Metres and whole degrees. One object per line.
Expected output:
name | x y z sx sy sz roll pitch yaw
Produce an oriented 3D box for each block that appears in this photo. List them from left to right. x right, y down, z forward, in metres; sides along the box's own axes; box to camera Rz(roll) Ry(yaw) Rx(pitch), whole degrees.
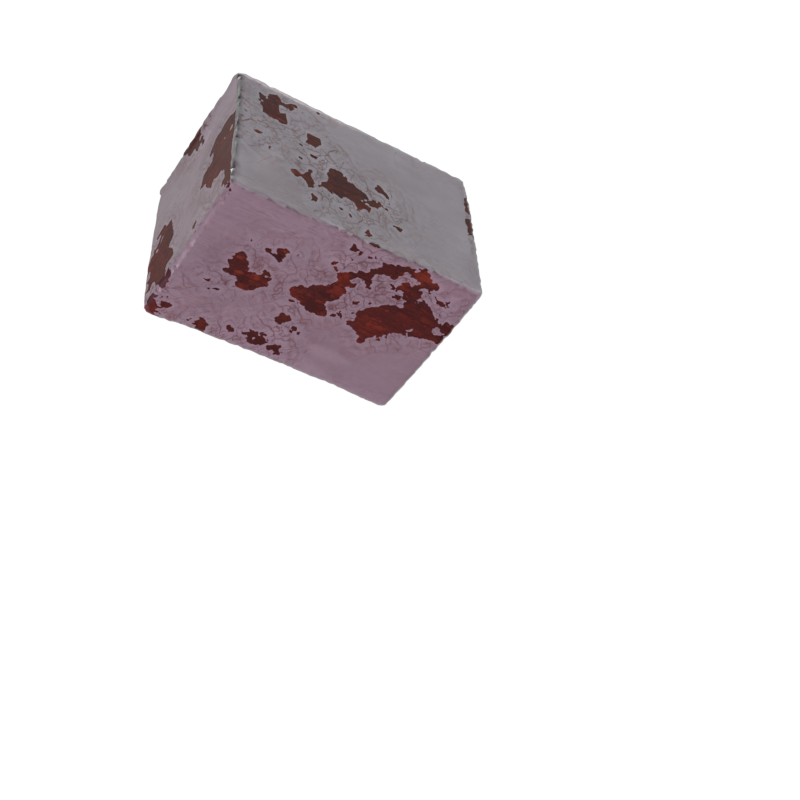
block | -0.024 -0.044 0.311 0.075 0.055 0.051 23 -51 -22
